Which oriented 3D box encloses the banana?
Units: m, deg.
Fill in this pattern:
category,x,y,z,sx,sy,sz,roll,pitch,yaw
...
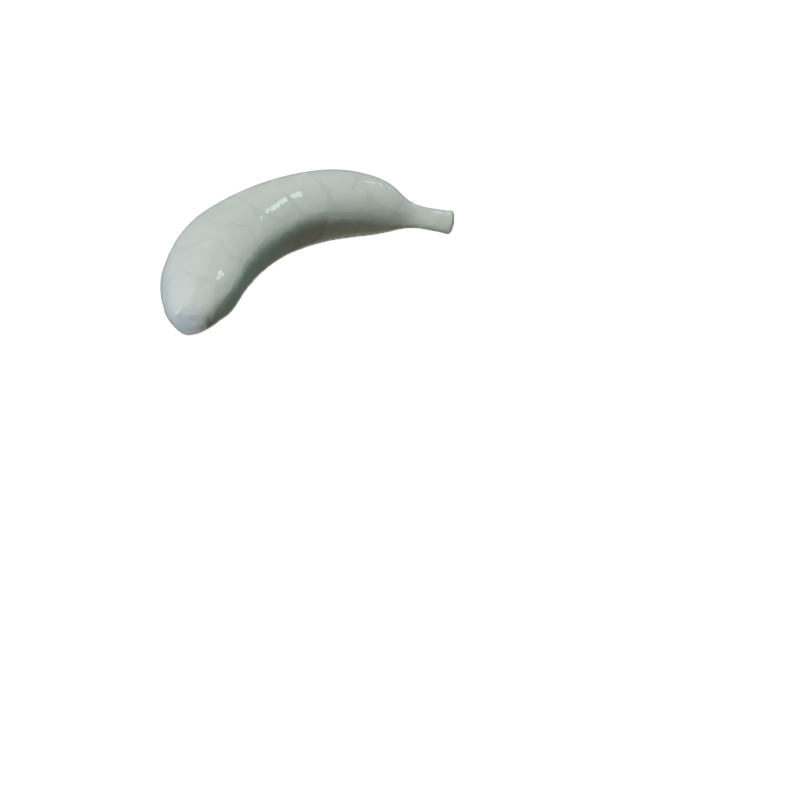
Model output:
category,x,y,z,sx,sy,sz,roll,pitch,yaw
banana,-0.052,-0.077,0.508,0.073,0.035,0.197,16,29,31
